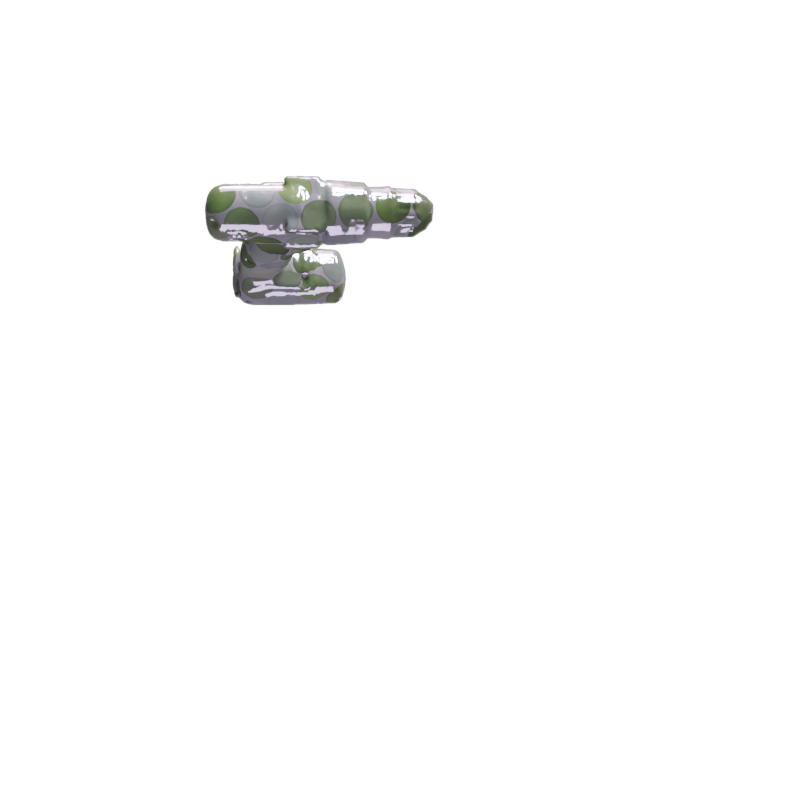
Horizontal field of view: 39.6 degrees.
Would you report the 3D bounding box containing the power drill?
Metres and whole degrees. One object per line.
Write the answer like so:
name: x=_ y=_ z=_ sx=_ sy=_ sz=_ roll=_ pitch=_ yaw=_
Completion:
power drill: x=-0.075 y=-0.137 z=0.960 sx=0.183 sy=0.060 sz=0.181 roll=2 pitch=-16 yaw=-6
